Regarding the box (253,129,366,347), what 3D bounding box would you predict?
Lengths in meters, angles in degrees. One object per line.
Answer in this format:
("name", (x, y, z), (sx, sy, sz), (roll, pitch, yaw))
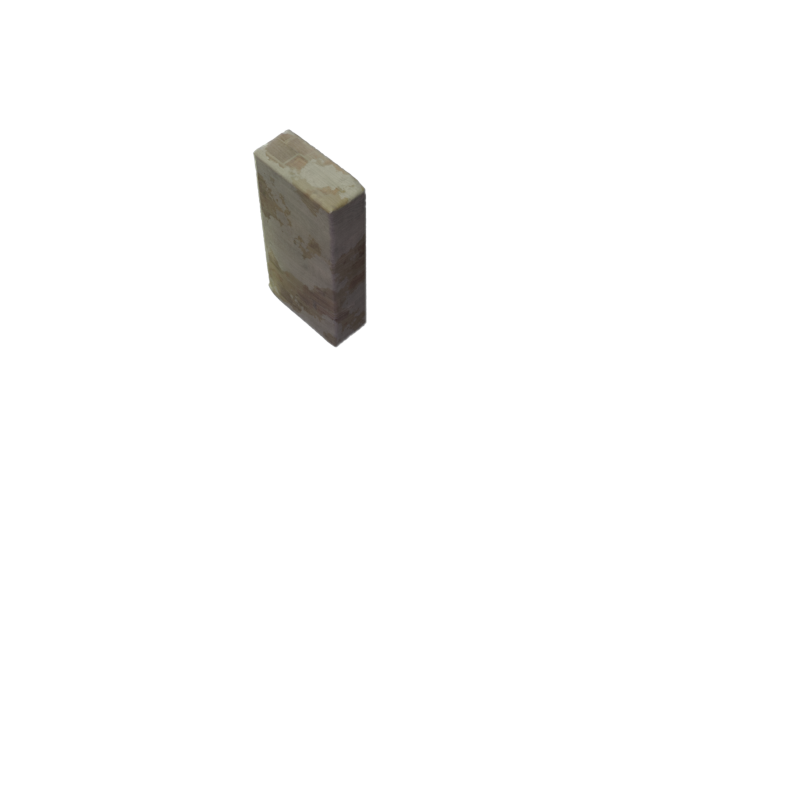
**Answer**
("box", (-0.072, -0.131, 0.919), (0.048, 0.099, 0.164), (-35, -28, -26))
